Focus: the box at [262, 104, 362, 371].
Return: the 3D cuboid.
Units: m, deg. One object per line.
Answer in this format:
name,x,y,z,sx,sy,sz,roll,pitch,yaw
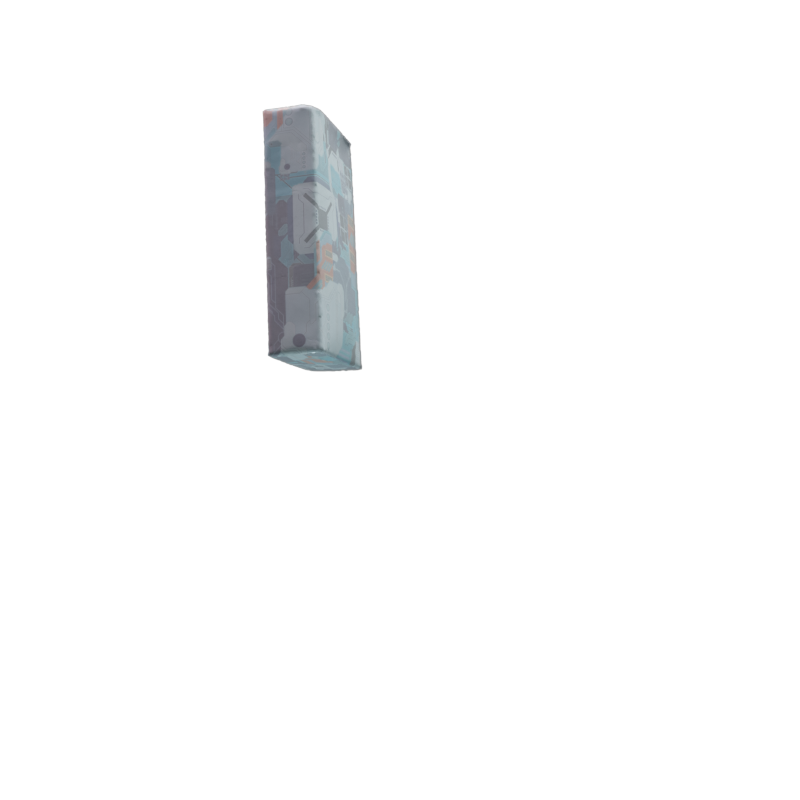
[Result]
box,-0.062,-0.113,0.789,0.049,0.182,0.089,-5,-13,15
